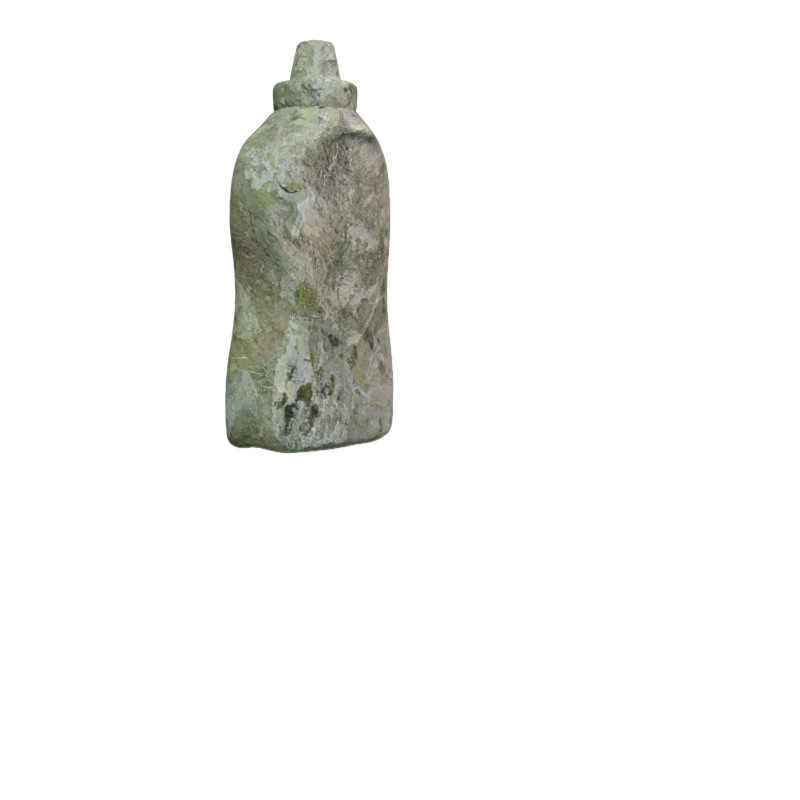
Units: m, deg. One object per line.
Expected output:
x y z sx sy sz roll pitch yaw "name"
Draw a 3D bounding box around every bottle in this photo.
-0.041 -0.076 0.532 0.060 0.193 0.092 -2 -2 37 "bottle"
